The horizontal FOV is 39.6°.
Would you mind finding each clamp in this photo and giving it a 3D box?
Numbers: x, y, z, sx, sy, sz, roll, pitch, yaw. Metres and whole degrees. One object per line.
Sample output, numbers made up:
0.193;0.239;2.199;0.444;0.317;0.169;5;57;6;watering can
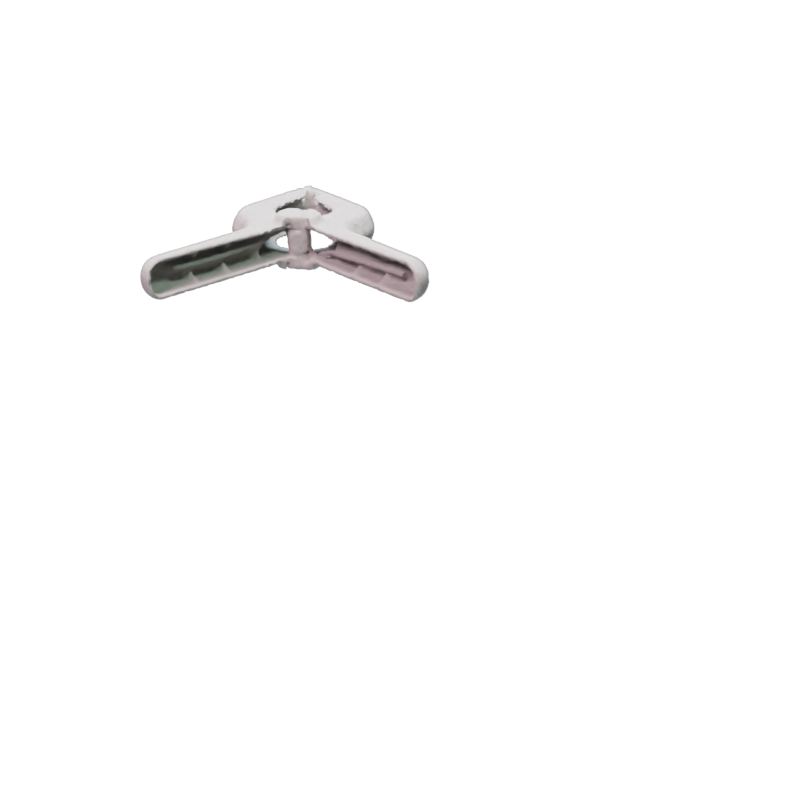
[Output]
-0.056;-0.102;0.712;0.167;0.035;0.216;3;22;9;clamp
